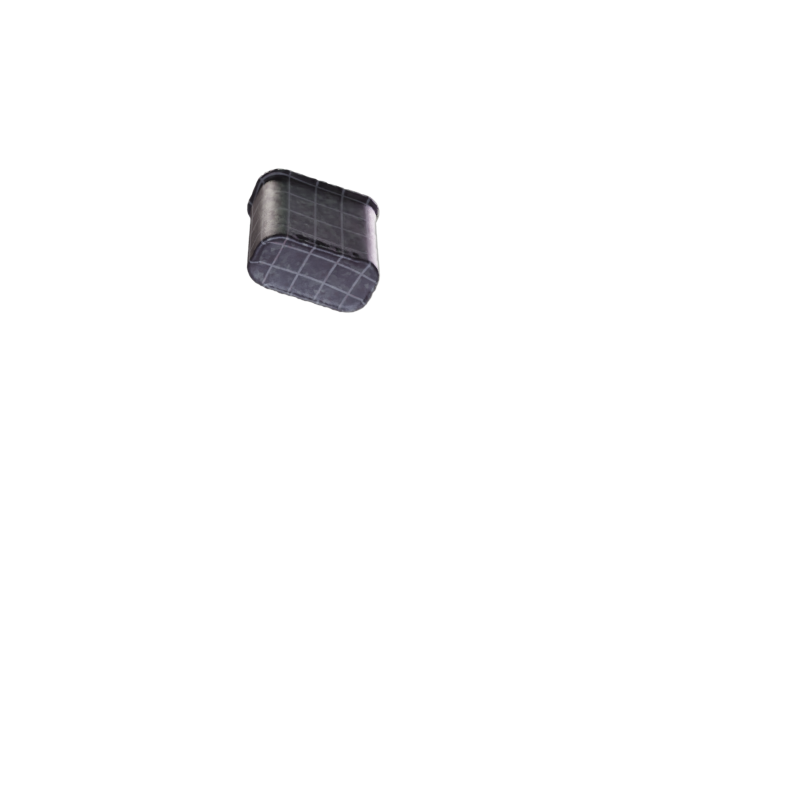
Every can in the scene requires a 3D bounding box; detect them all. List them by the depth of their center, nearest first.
[{"bbox_3d":[-0.066,-0.120,0.842,0.099,0.055,0.090,16,39,-15],"label":"can"}]
